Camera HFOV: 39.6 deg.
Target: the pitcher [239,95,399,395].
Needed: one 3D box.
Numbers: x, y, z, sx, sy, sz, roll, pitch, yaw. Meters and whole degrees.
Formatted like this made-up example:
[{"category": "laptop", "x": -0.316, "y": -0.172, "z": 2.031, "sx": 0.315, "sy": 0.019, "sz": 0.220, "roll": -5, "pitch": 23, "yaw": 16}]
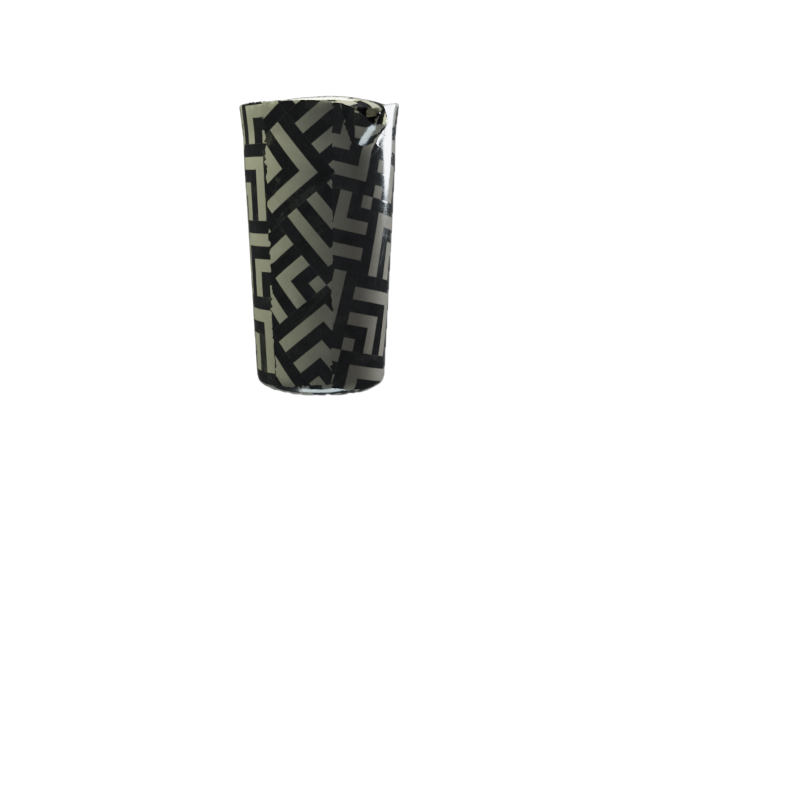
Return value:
[{"category": "pitcher", "x": -0.074, "y": -0.134, "z": 0.939, "sx": 0.146, "sy": 0.241, "sz": 0.149, "roll": 1, "pitch": 5, "yaw": 7}]
